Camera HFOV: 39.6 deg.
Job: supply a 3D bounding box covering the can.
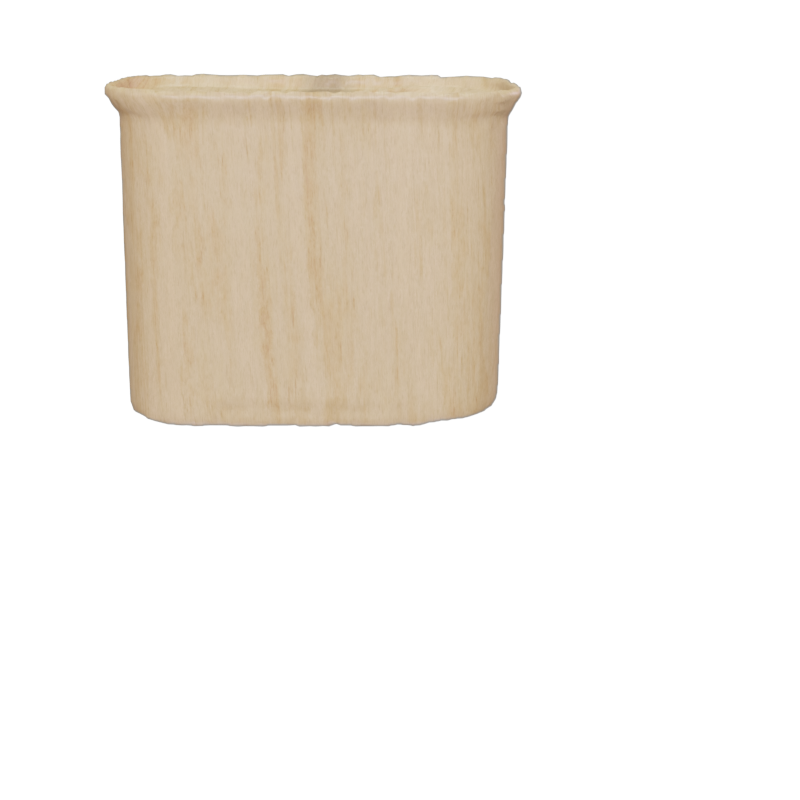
[{"bbox_3d":[-0.023,-0.041,0.290,0.102,0.081,0.059,0,15,0],"label":"can"}]
